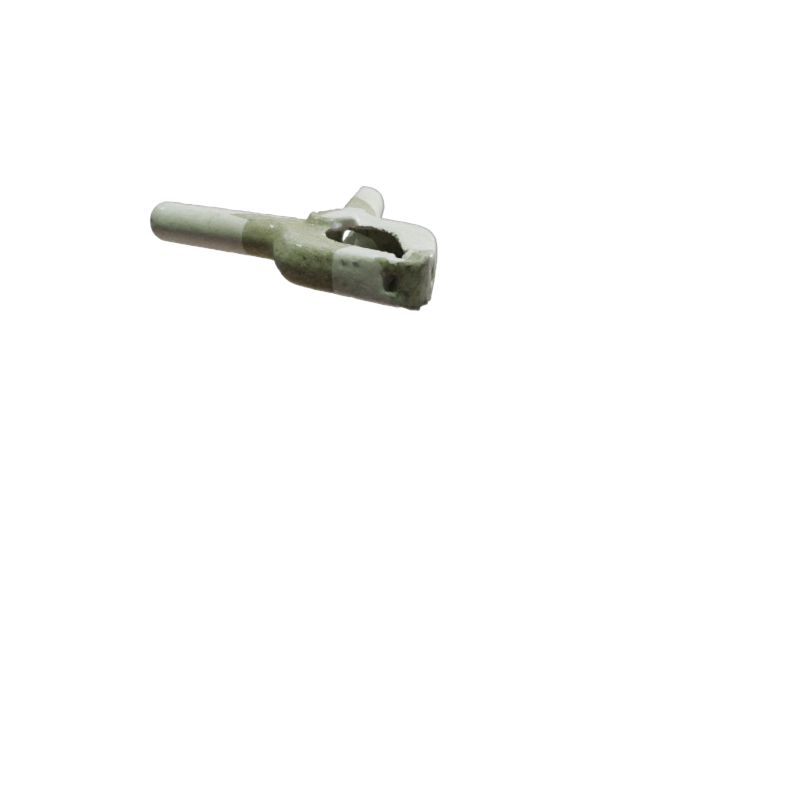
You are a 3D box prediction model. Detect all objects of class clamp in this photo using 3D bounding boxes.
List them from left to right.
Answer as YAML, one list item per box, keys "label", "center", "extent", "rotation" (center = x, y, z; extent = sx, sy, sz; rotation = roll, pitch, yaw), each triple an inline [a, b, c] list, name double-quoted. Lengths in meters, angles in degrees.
- label: "clamp"
  center: [-0.051, -0.094, 0.656]
  extent: [0.161, 0.035, 0.223]
  rotation: [-8, 23, -20]
